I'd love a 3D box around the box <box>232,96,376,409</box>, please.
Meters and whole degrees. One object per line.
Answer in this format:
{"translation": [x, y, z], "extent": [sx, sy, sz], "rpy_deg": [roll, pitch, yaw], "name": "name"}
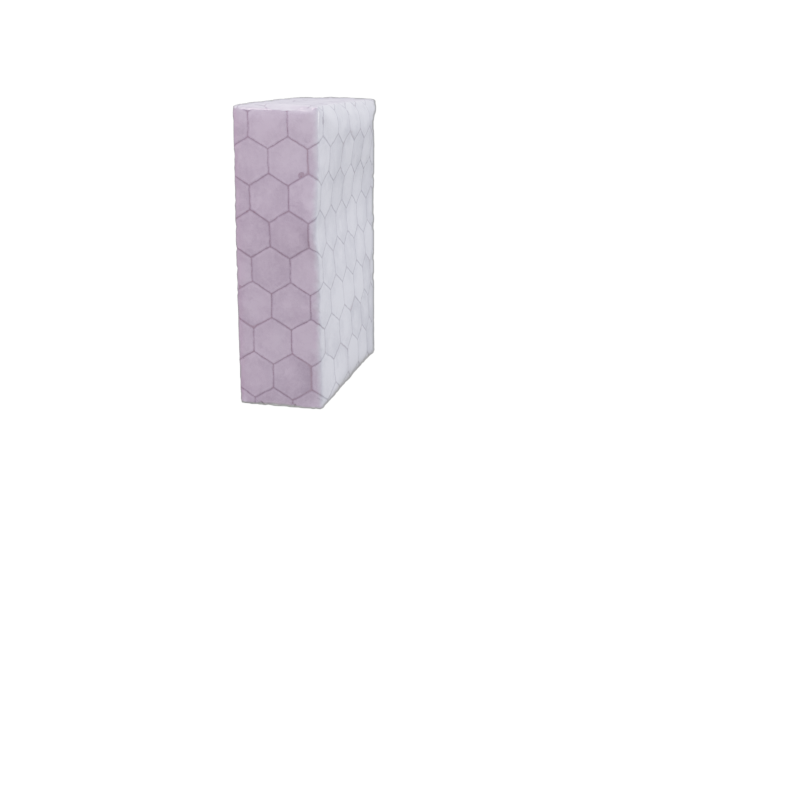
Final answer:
{"translation": [-0.066, -0.120, 0.841], "extent": [0.073, 0.208, 0.165], "rpy_deg": [3, 13, 12], "name": "box"}
